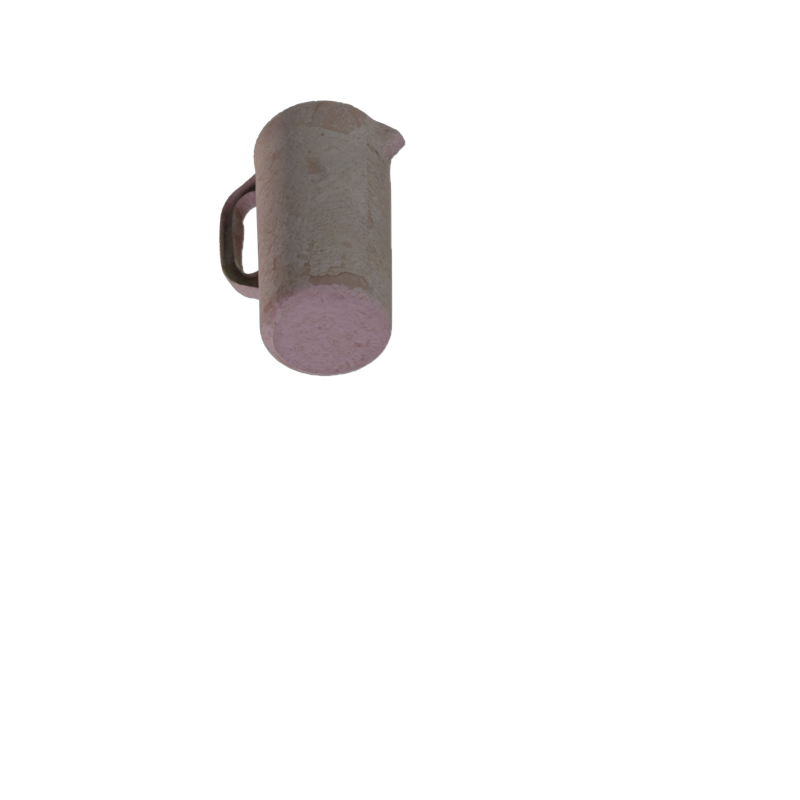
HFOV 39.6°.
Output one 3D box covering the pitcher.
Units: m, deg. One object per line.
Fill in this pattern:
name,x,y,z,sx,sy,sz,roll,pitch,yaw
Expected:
pitcher,-0.077,-0.140,0.983,0.141,0.261,0.143,14,-46,-17
